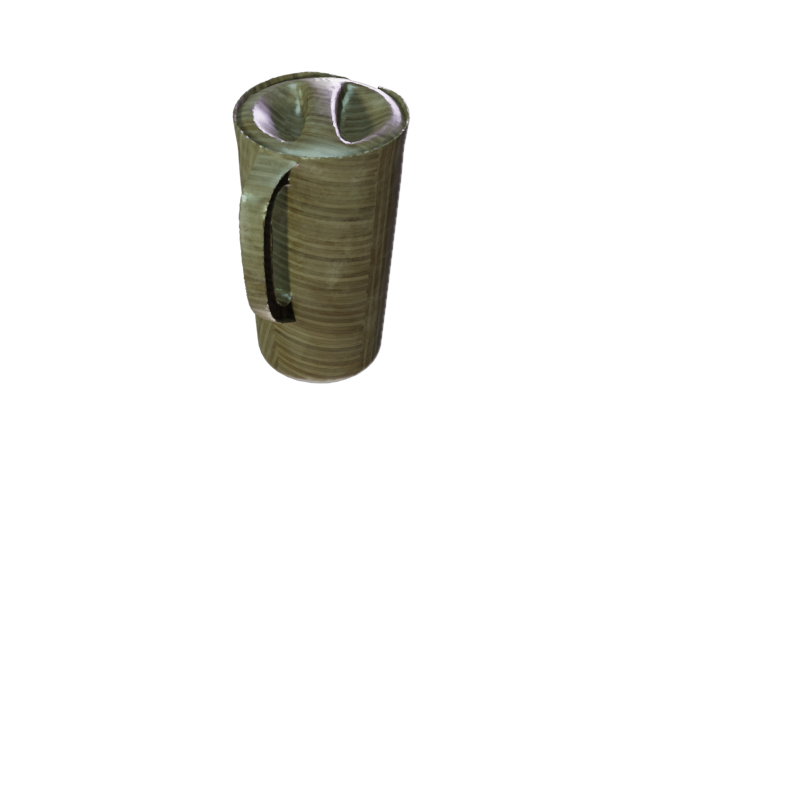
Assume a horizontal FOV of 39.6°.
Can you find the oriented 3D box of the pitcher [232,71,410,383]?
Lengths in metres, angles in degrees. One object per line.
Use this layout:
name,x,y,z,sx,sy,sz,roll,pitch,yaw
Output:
pitcher,-0.070,-0.128,0.893,0.147,0.227,0.157,-11,41,-16
